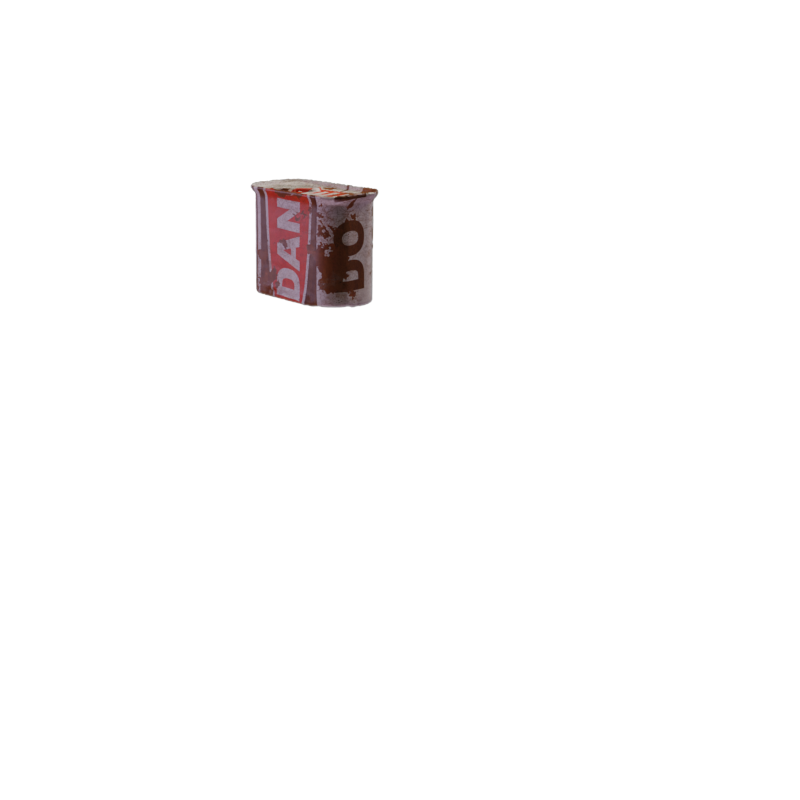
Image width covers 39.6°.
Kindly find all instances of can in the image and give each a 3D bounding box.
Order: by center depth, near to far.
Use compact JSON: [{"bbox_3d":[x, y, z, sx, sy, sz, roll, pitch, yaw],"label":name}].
[{"bbox_3d":[-0.065,-0.119,0.831,0.056,0.081,0.108,-12,20,-42],"label":"can"}]
